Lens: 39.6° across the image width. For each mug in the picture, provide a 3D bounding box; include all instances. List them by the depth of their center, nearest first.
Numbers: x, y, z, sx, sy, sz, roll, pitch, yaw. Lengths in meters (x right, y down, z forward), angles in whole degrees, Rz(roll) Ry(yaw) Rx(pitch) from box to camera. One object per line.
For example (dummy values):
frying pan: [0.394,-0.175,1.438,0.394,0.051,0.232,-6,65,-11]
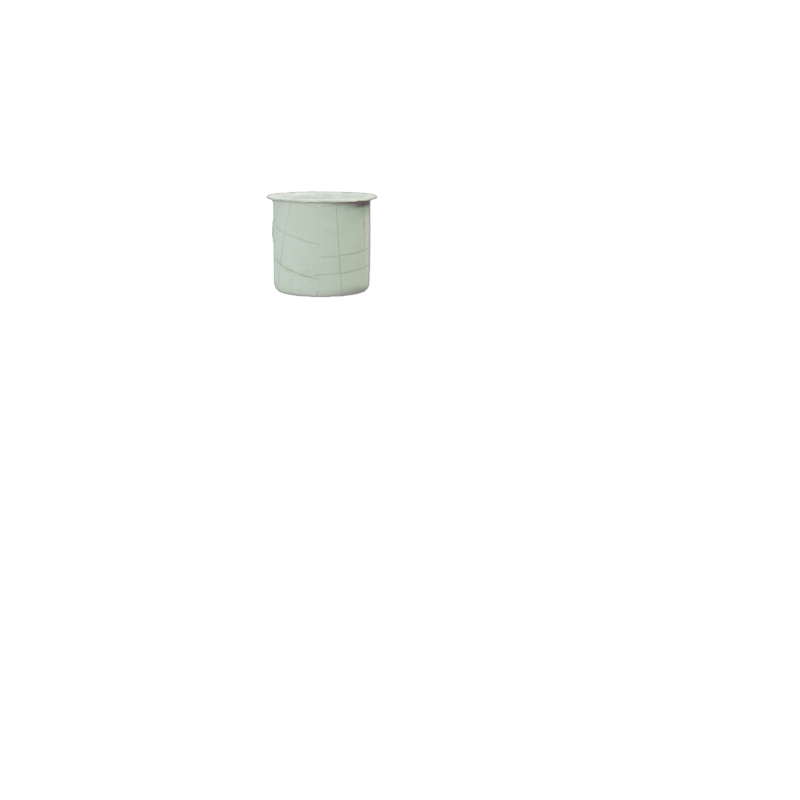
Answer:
mug: [-0.074,-0.135,0.945,0.090,0.080,0.123,-9,15,-38]
